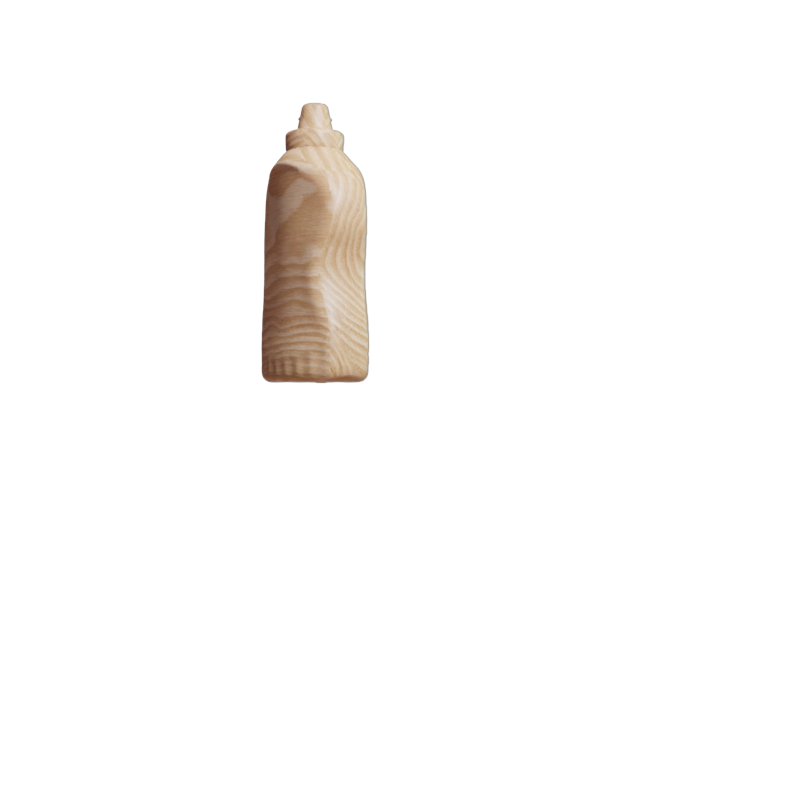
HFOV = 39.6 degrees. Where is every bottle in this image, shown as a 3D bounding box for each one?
[{"bbox_3d":[-0.059,-0.108,0.760,0.056,0.195,0.098,3,-7,-31],"label":"bottle"}]
